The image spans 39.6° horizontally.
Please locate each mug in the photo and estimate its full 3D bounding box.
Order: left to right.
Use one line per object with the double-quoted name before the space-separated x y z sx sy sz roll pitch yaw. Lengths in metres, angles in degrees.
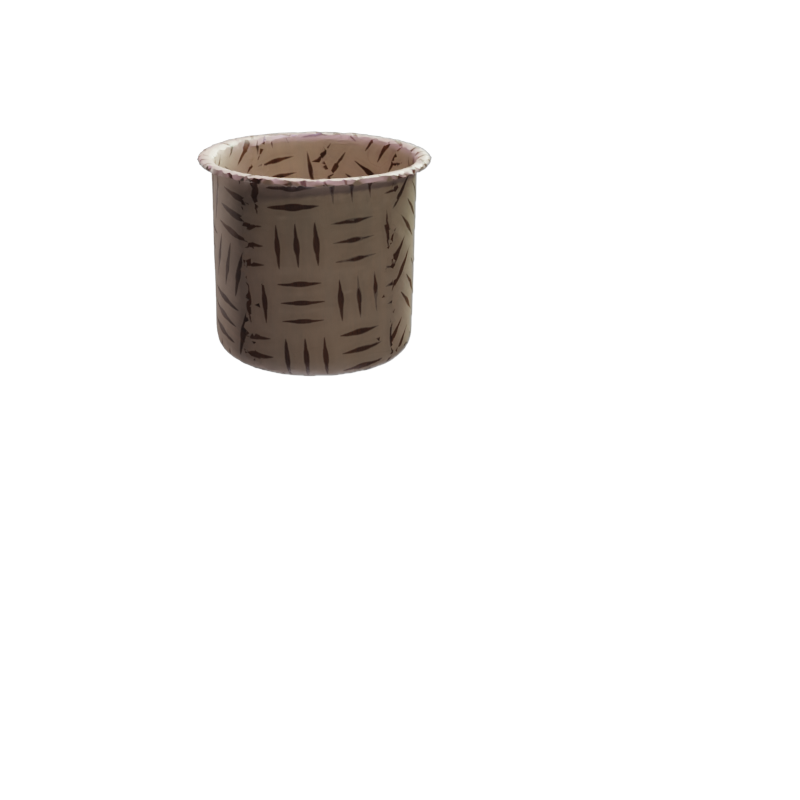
"mug" -0.036 -0.067 0.466 0.093 0.078 0.123 -1 22 -5
